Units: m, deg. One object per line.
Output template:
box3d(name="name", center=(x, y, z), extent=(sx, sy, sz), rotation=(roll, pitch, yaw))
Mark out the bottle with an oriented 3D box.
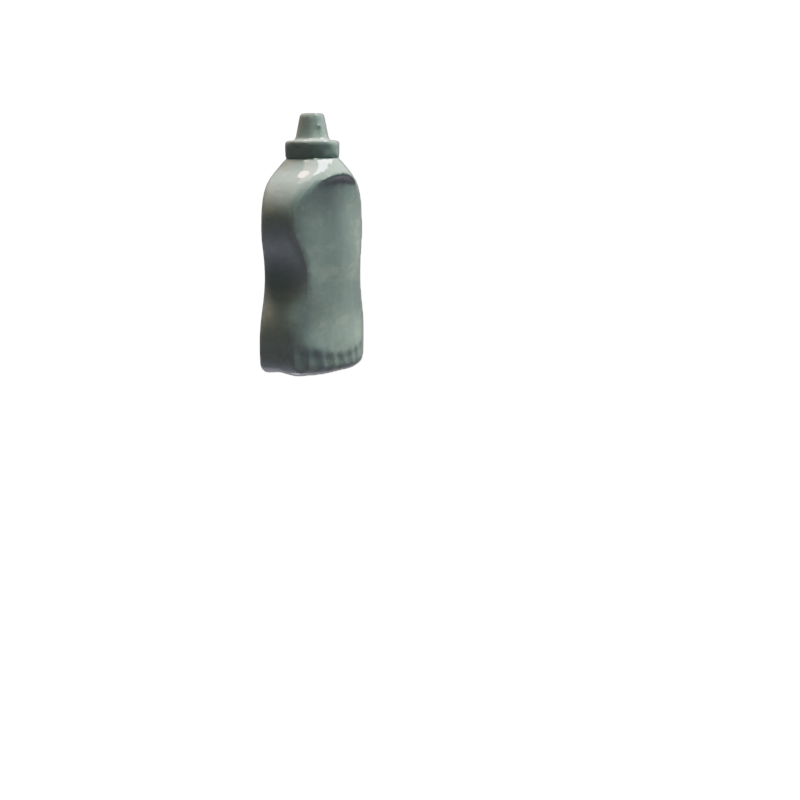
box3d(name="bottle", center=(-0.066, -0.119, 0.833), extent=(0.061, 0.190, 0.093), rotation=(3, 6, 35))
